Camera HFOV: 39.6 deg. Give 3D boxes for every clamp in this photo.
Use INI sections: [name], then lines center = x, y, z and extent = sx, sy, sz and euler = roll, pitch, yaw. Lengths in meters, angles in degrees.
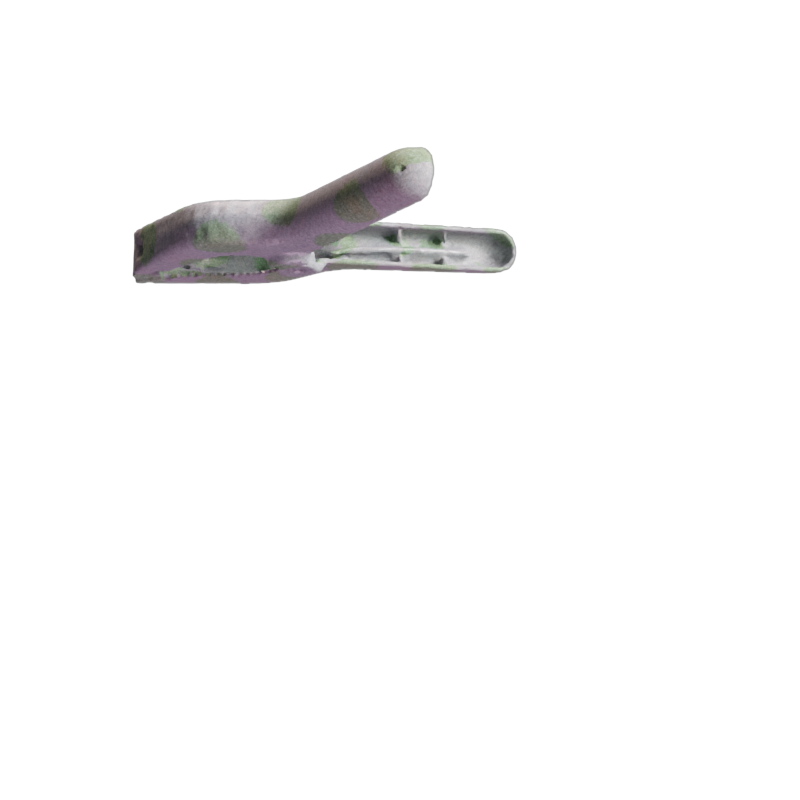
[clamp]
center = -0.047, -0.086, 0.601
extent = 0.215, 0.038, 0.155
euler = -5, -11, 28
